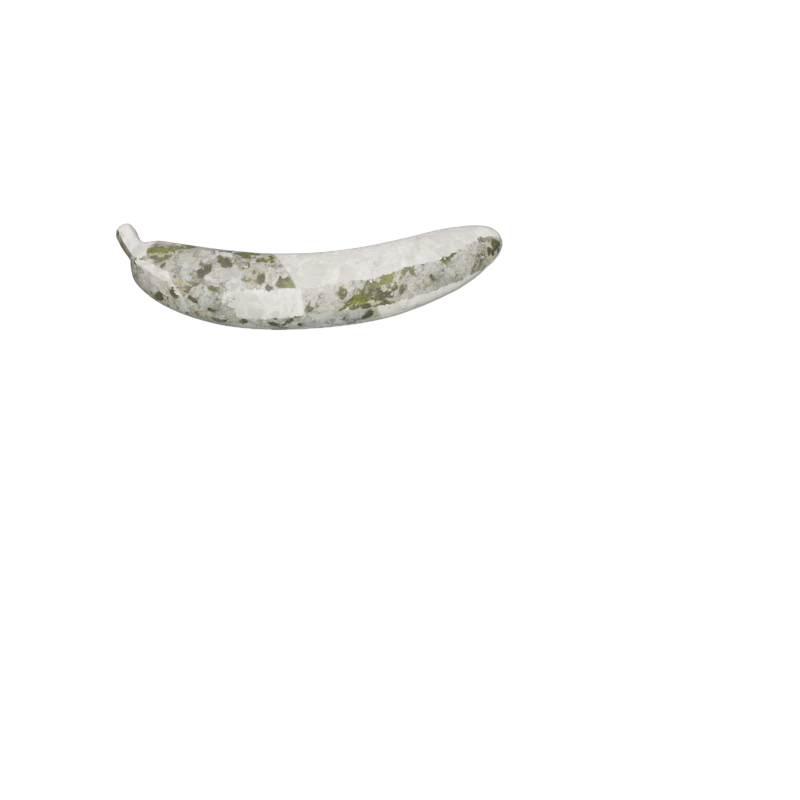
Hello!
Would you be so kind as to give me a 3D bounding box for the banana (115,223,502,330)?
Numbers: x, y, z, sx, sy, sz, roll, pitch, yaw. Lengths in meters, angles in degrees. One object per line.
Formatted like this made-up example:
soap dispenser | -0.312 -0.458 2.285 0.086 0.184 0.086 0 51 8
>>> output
banana | -0.047 -0.064 0.542 0.198 0.074 0.034 2 -38 2
